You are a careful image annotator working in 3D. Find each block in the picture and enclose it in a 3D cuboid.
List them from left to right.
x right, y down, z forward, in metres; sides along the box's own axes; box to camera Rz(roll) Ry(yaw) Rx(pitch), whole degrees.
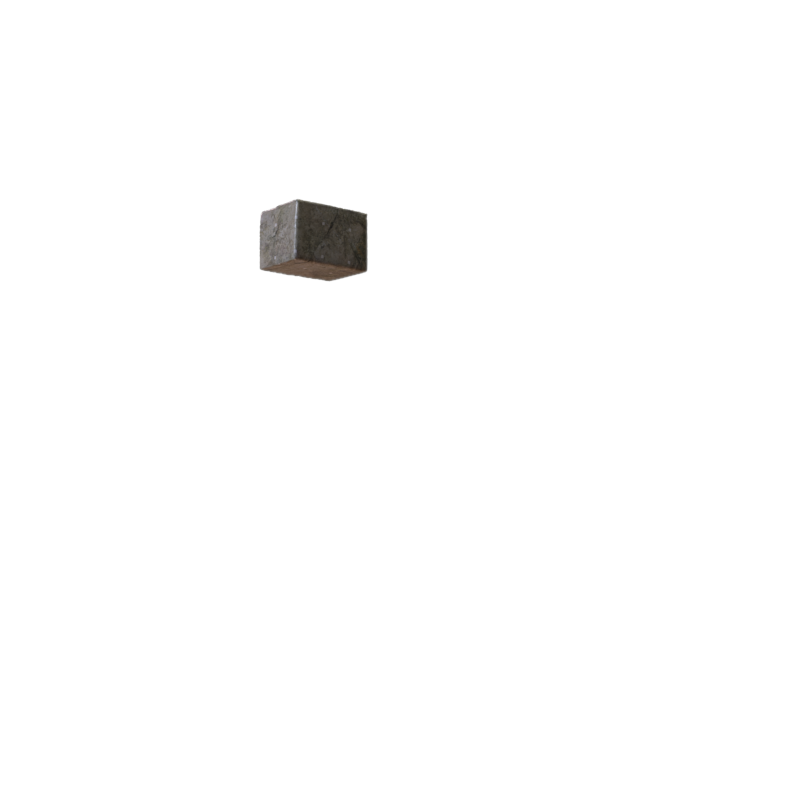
[{"bbox_3d":[-0.073,-0.132,0.927,0.074,0.053,0.054,7,-12,-40],"label":"block"}]
